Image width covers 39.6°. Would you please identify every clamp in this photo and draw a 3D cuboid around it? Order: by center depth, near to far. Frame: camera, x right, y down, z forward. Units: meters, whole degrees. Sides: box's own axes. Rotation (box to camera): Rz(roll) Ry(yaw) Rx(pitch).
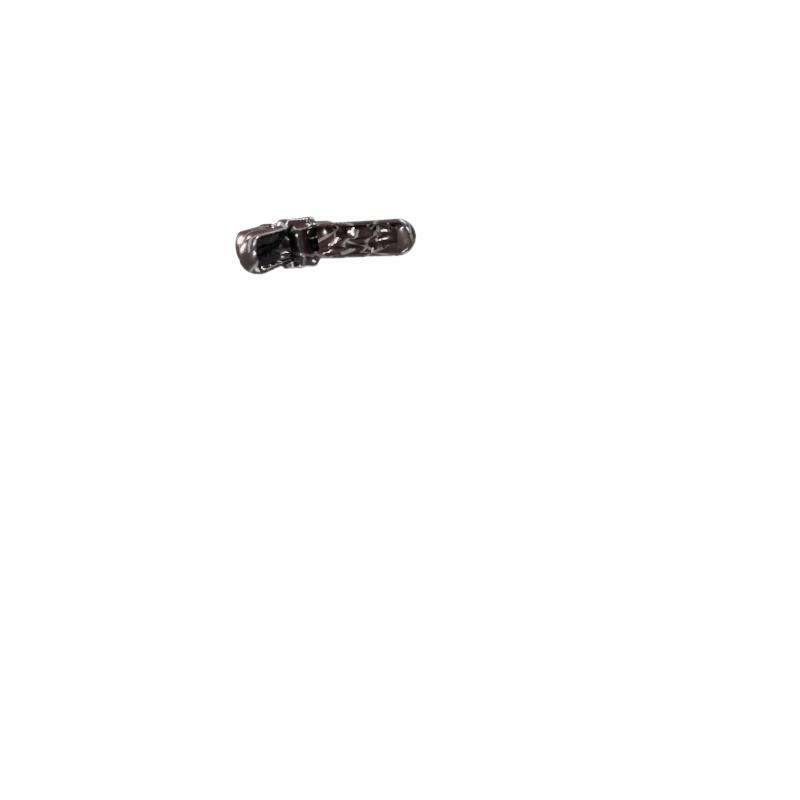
[{"bbox_3d":[-0.062,-0.113,0.793,0.118,0.038,0.177,-2,13,-12],"label":"clamp"}]
